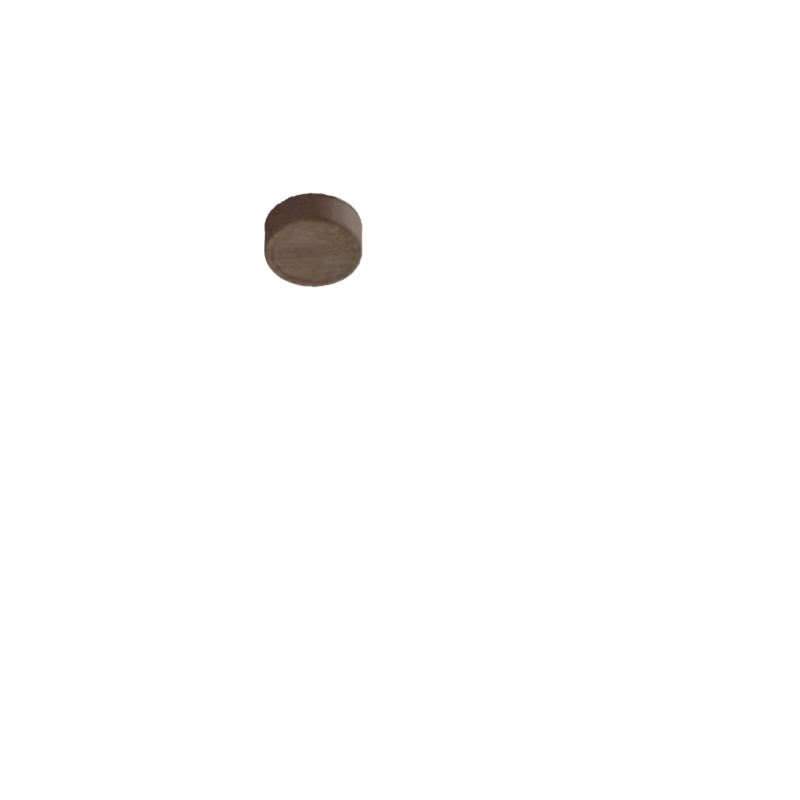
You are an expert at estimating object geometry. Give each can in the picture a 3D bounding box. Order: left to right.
[{"bbox_3d":[-0.075,-0.136,0.955,0.086,0.036,0.080,1,-39,-2],"label":"can"}]
